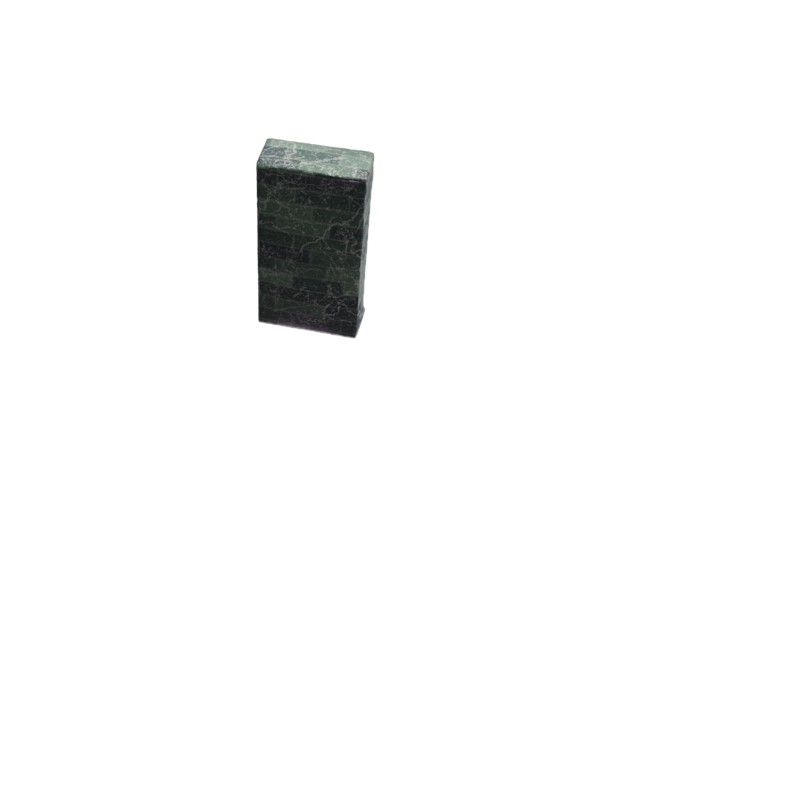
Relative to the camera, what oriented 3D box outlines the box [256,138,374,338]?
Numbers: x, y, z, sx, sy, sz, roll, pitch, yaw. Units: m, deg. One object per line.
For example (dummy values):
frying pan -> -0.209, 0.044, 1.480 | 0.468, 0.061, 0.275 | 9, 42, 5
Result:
box -> -0.074, -0.135, 0.946 | 0.095, 0.164, 0.051 | 10, 46, 6
